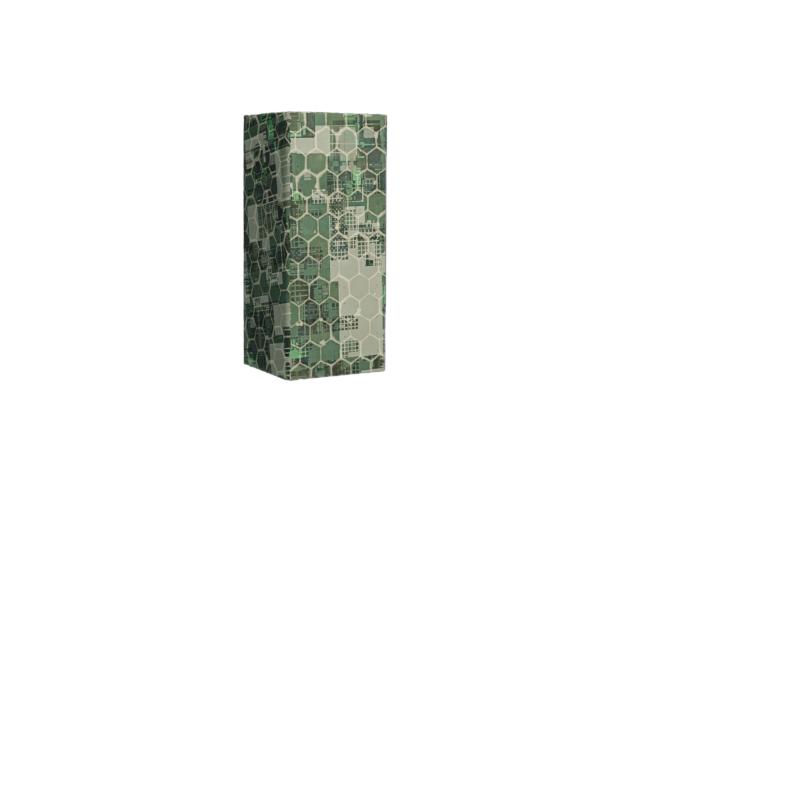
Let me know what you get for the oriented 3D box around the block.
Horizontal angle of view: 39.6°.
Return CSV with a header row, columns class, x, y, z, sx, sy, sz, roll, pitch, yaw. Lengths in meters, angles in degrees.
class,x,y,z,sx,sy,sz,roll,pitch,yaw
block,-0.071,-0.129,0.901,0.088,0.204,0.094,-3,6,-30
